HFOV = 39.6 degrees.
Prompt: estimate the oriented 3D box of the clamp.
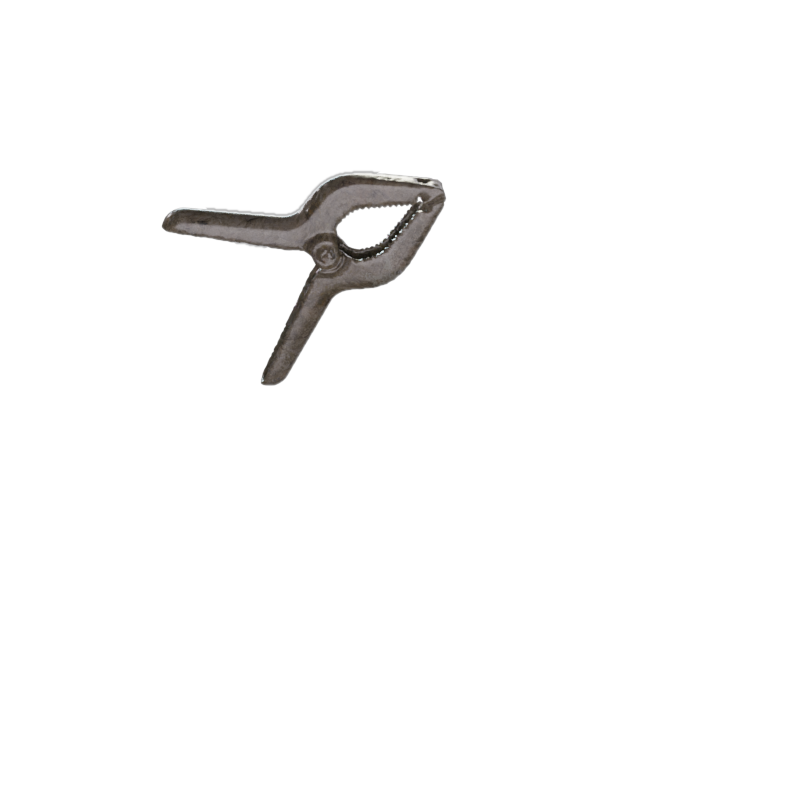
[{"bbox_3d":[-0.067,-0.122,0.851,0.209,0.157,0.038,-32,20,13],"label":"clamp"}]
